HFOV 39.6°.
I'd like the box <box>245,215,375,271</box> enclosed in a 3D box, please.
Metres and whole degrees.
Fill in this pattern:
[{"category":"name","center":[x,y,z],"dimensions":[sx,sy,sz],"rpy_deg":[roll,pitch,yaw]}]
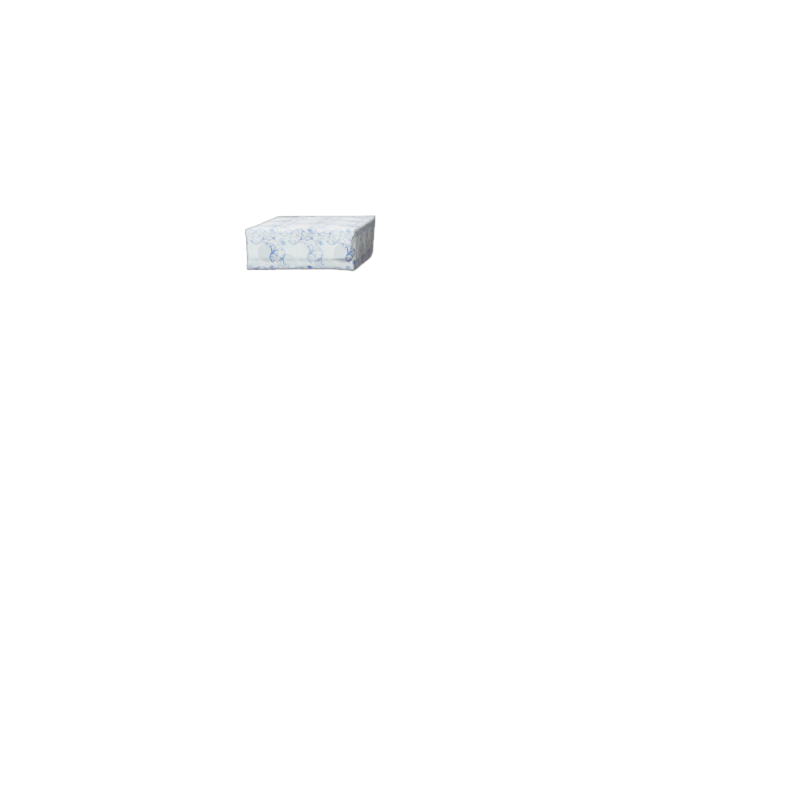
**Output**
[{"category":"box","center":[-0.072,-0.132,0.926],"dimensions":[0.091,0.038,0.114],"rpy_deg":[2,12,9]}]
